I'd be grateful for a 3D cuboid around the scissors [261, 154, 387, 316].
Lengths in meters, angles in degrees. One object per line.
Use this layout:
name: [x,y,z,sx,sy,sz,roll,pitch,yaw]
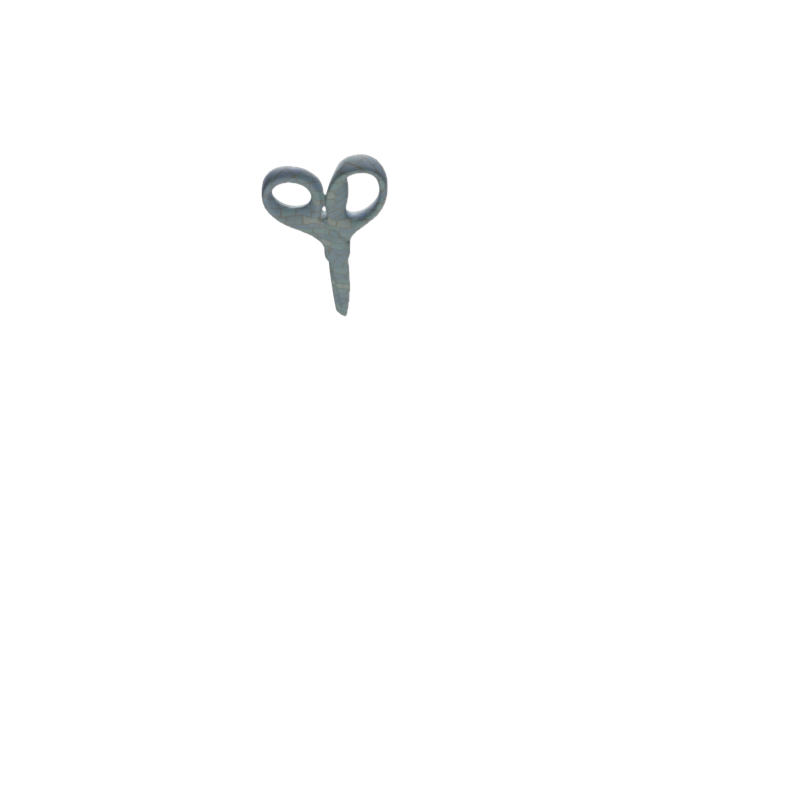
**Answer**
scissors: [-0.064,-0.117,0.820,0.094,0.017,0.193,7,-29,-13]
